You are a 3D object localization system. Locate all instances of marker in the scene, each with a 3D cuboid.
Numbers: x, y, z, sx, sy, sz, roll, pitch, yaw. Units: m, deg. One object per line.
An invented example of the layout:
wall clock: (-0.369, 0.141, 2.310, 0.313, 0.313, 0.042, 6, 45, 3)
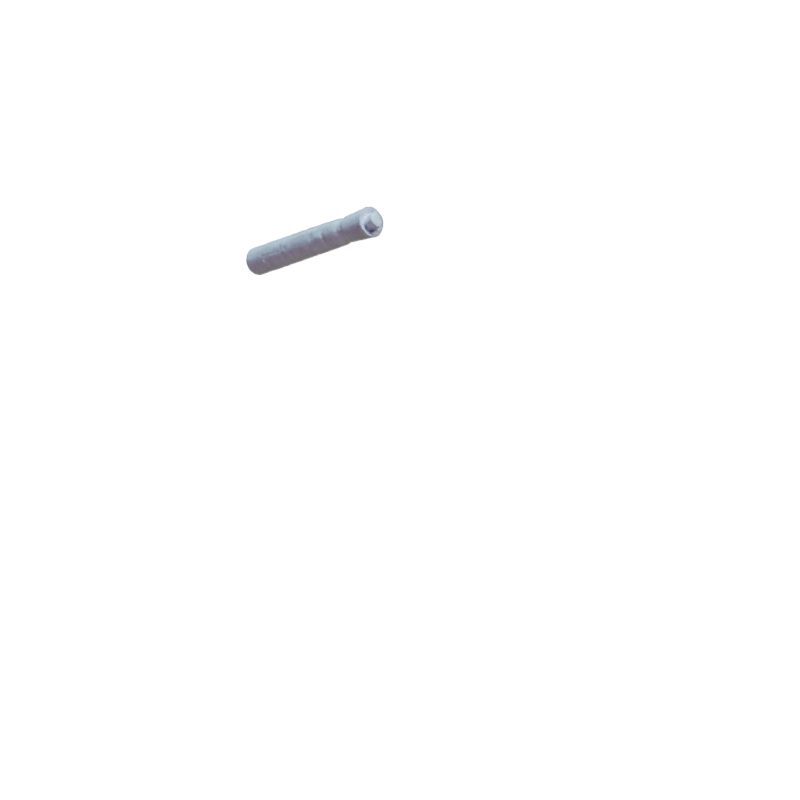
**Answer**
marker: (-0.055, -0.100, 0.697, 0.019, 0.020, 0.123, -3, -4, -43)
